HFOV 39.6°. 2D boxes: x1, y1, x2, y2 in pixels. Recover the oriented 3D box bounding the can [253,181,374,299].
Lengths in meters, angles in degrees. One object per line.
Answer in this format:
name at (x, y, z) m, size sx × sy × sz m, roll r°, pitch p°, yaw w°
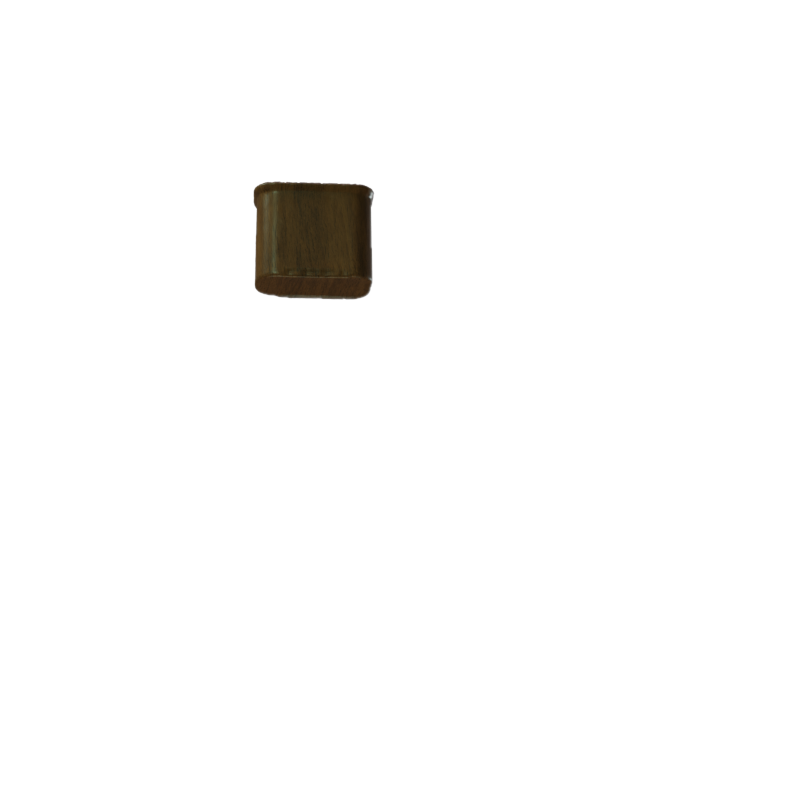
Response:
can at (-0.073, -0.132, 0.928) m, size 0.101 × 0.088 × 0.055 m, roll 1°, pitch -21°, yaw -4°
